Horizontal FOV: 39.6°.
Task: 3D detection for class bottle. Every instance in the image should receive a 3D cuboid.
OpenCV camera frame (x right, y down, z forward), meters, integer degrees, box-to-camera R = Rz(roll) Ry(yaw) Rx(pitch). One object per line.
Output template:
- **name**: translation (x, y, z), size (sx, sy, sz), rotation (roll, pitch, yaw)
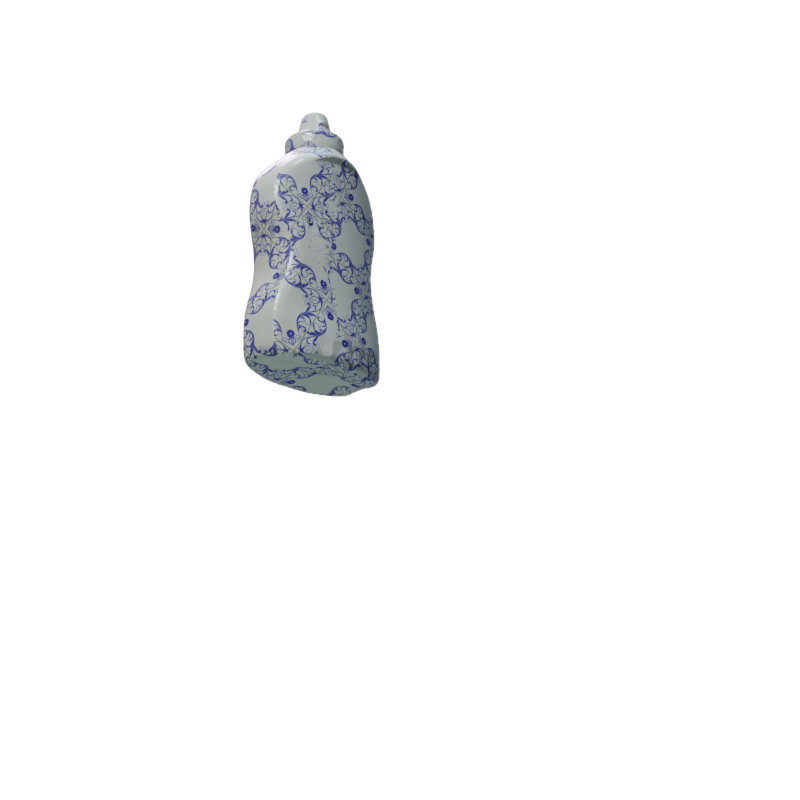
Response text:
- **bottle**: translation (-0.057, -0.105, 0.734), size (0.090, 0.203, 0.059), rotation (20, -33, -40)
